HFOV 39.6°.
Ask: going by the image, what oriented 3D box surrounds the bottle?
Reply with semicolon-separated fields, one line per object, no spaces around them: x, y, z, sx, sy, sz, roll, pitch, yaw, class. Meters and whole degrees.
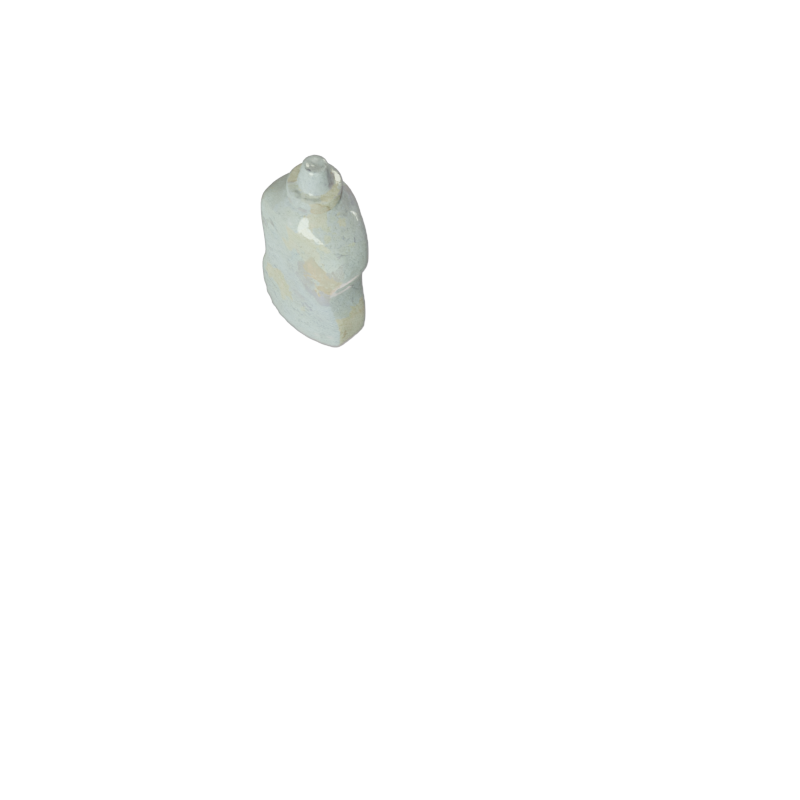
-0.066;-0.122;0.852;0.059;0.101;0.180;-36;-21;-21;bottle
